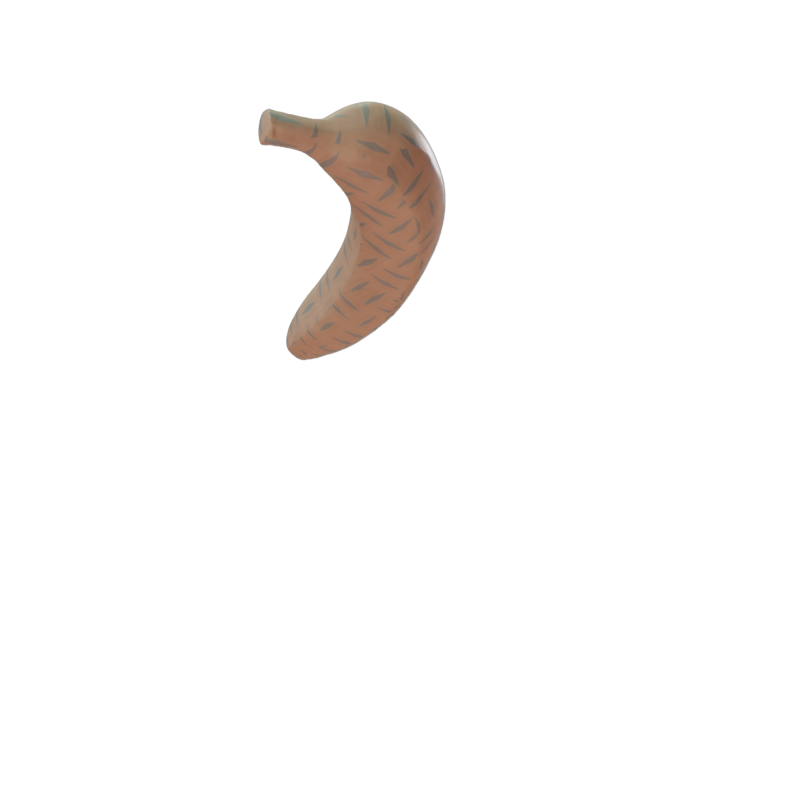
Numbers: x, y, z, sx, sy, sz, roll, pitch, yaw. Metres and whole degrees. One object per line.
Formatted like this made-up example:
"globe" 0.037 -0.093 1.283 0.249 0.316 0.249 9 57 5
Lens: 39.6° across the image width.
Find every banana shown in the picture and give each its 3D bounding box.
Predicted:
"banana" -0.018 -0.068 0.458 0.069 0.039 0.186 0 -24 -1
